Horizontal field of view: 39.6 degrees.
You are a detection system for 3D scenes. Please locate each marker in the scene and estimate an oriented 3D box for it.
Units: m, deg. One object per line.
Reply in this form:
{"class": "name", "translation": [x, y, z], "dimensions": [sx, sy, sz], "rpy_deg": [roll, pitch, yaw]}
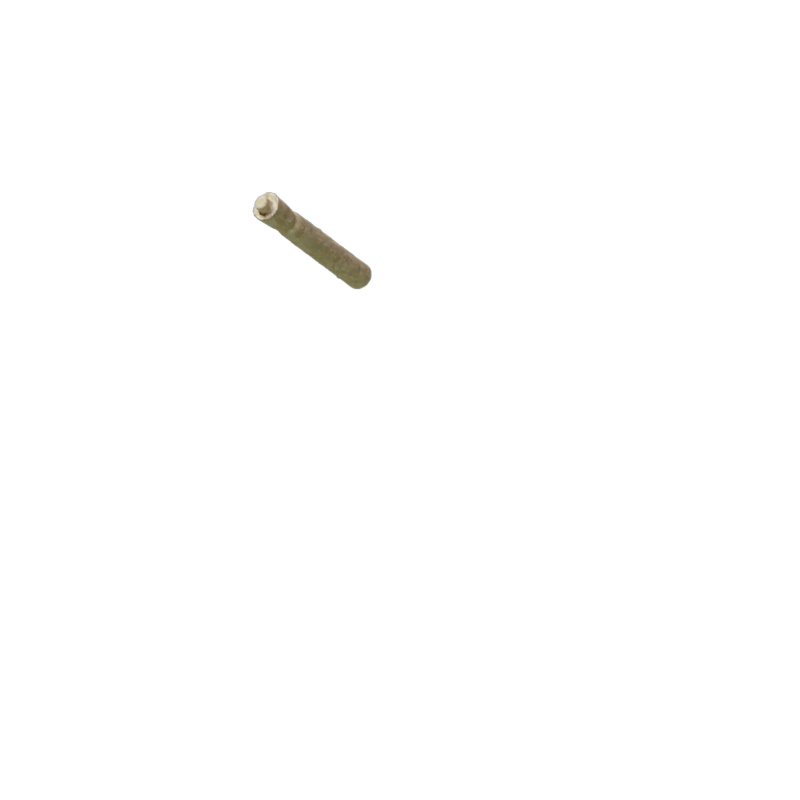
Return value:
{"class": "marker", "translation": [-0.055, -0.101, 0.708], "dimensions": [0.020, 0.020, 0.113], "rpy_deg": [3, -17, 33]}
